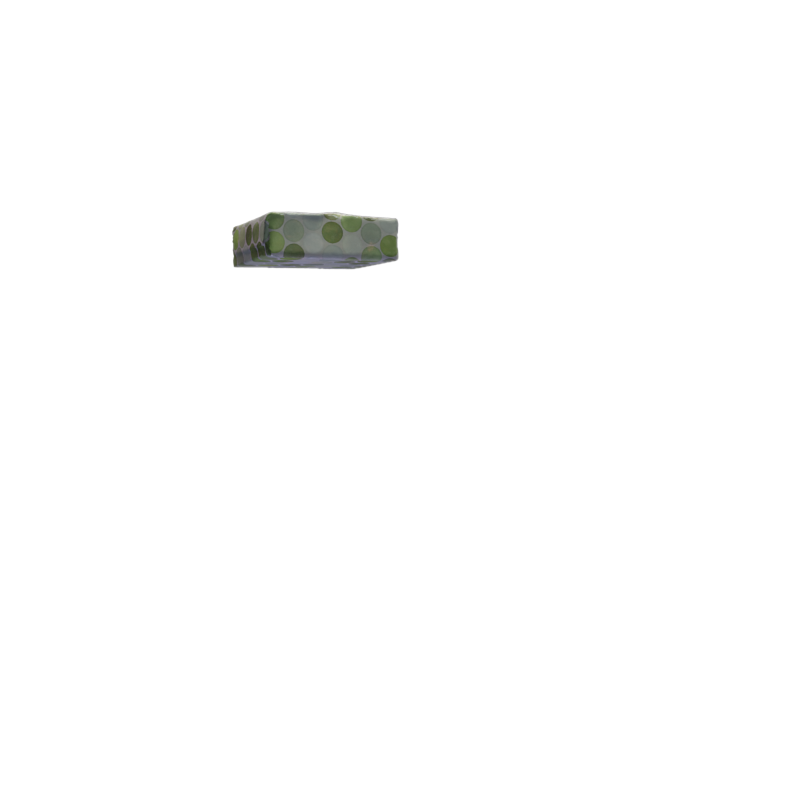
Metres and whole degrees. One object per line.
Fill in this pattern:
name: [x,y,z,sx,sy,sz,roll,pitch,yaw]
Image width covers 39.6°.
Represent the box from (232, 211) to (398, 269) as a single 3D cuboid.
box: [-0.056,-0.101,0.710,0.087,0.030,0.075,0,0,-22]
